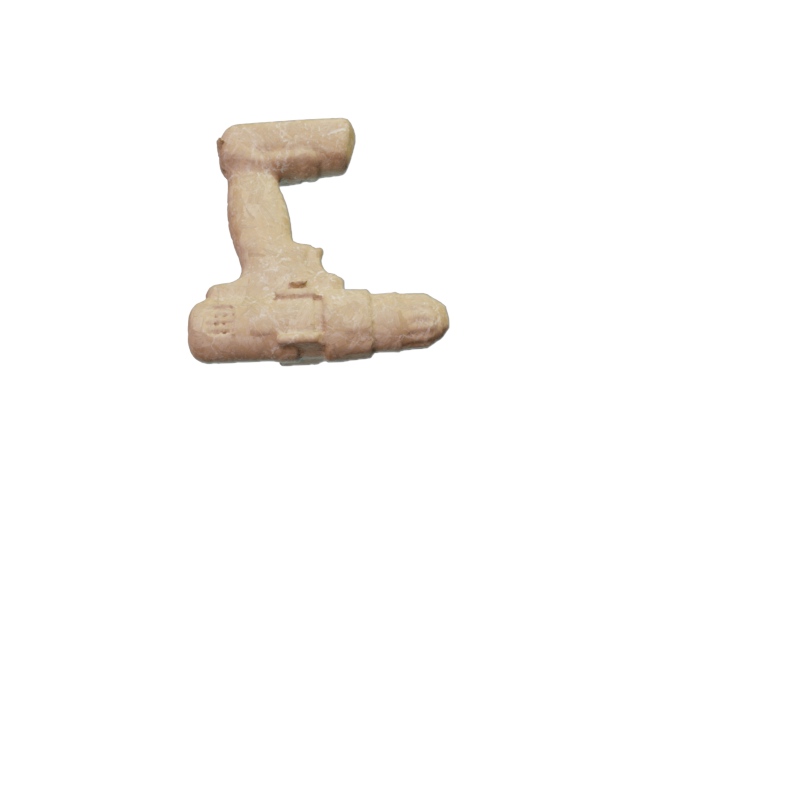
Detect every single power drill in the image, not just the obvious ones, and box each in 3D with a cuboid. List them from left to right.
[{"bbox_3d":[-0.064,-0.116,0.814,0.184,0.199,0.054,-3,-27,-2],"label":"power drill"}]
